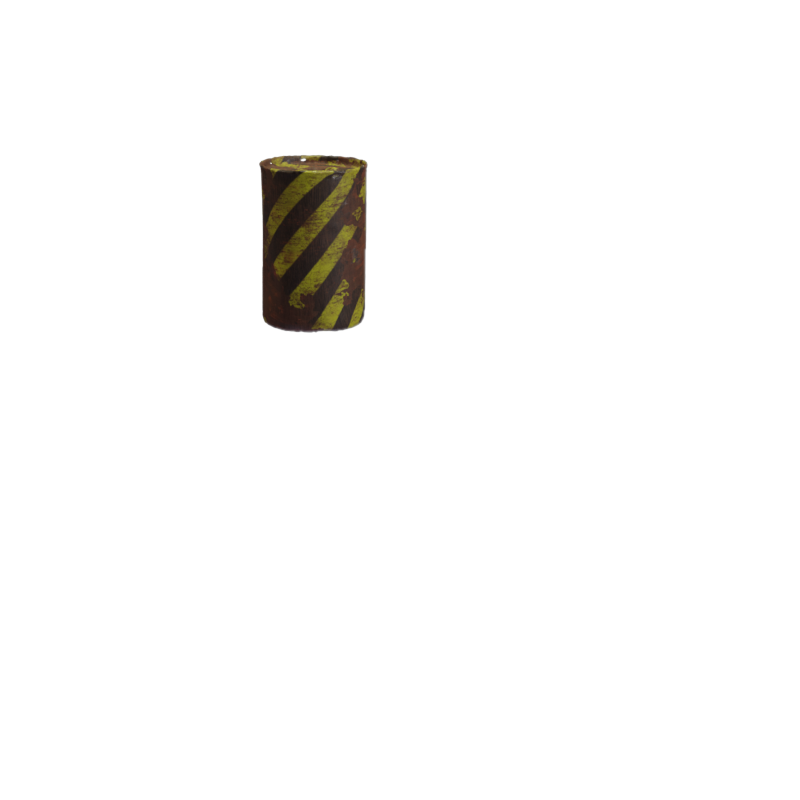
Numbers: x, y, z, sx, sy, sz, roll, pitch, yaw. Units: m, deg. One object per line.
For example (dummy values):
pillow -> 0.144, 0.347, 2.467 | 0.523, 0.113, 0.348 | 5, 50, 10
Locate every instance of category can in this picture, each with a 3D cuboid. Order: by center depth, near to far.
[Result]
can -> -0.055, -0.100, 0.703 | 0.068, 0.099, 0.071 | 0, 15, -2
